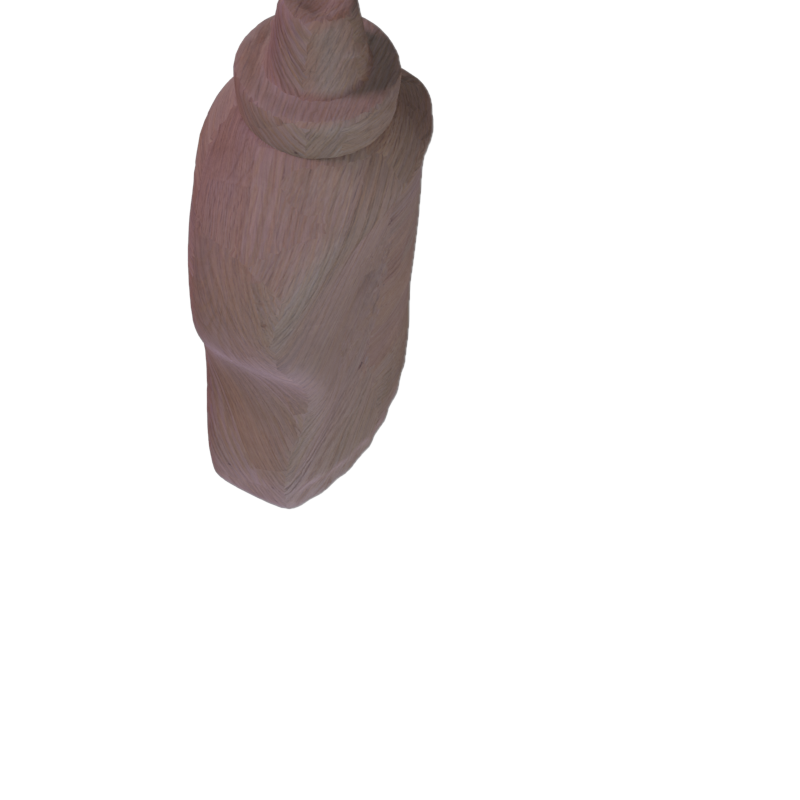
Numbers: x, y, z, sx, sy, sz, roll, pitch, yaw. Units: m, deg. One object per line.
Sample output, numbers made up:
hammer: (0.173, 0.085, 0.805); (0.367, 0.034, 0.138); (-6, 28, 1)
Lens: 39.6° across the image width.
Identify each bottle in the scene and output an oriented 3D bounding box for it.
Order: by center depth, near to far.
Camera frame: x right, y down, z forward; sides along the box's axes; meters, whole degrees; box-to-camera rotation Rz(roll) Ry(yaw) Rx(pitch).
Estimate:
bottle: (-0.025, -0.047, 0.329); (0.060, 0.099, 0.180); (25, -29, 10)
